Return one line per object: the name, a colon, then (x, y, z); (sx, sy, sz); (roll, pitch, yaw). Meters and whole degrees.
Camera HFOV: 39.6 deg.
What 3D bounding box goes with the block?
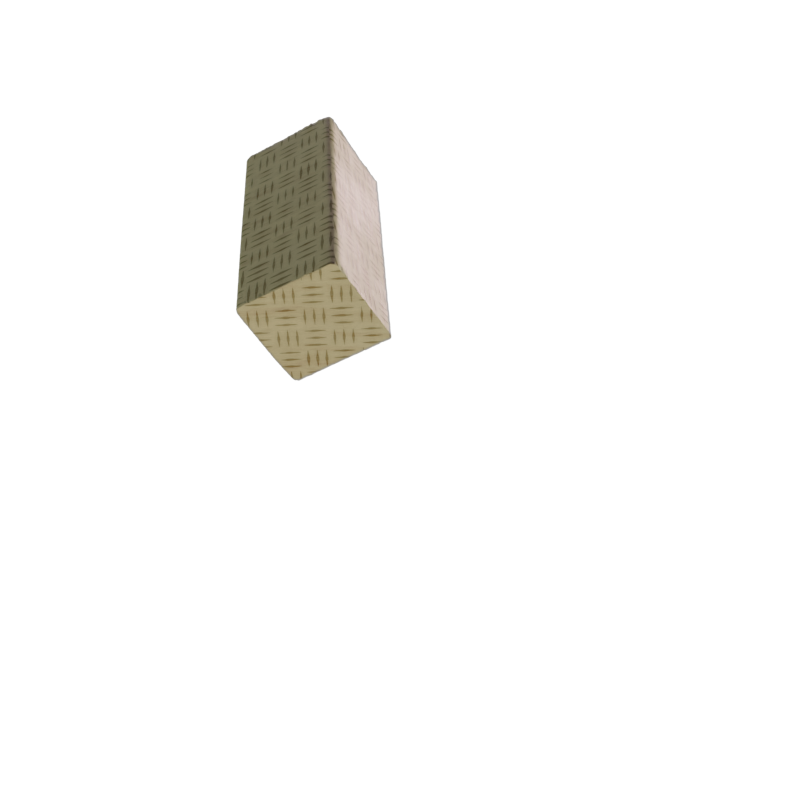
block: (-0.072, -0.131, 0.916); (0.091, 0.221, 0.084); (-25, -51, 18)
